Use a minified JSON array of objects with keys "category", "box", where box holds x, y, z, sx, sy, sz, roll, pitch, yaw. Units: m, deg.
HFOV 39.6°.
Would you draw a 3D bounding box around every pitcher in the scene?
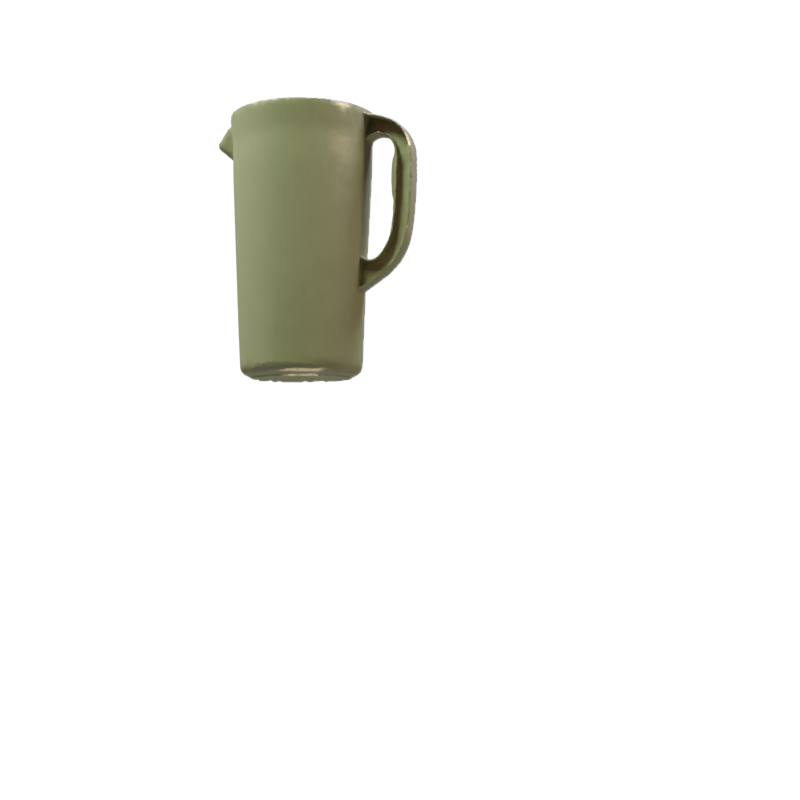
[{"category":"pitcher","box":[-0.077,-0.141,0.987,0.140,0.249,0.151,4,-10,-26]}]
